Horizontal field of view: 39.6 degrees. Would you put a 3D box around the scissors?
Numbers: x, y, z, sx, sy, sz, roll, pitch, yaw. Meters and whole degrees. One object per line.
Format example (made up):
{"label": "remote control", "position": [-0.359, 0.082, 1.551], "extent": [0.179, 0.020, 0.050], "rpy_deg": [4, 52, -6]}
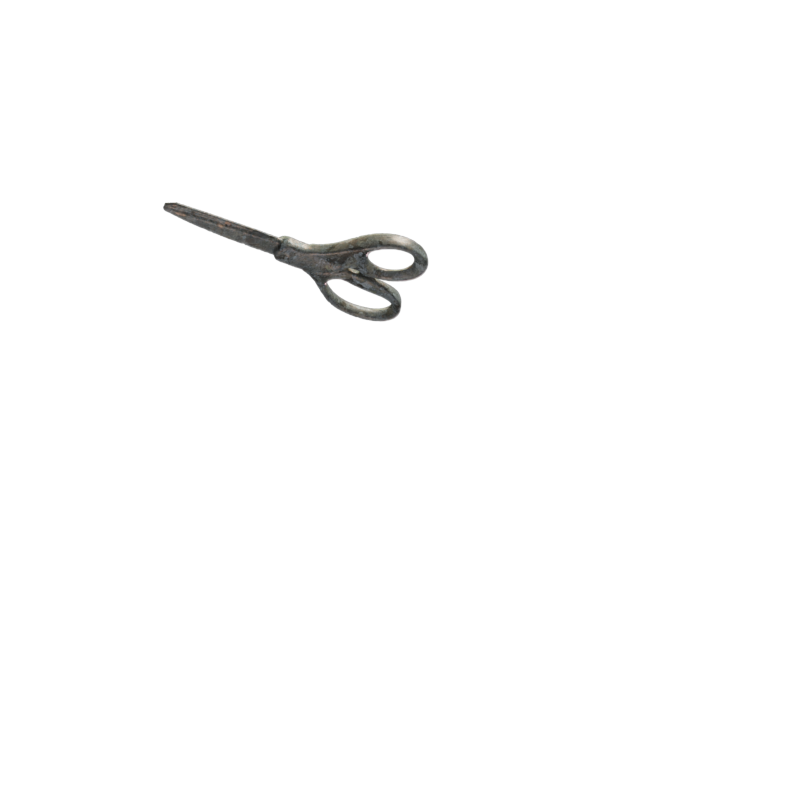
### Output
{"label": "scissors", "position": [-0.063, -0.114, 0.800], "extent": [0.189, 0.017, 0.095], "rpy_deg": [31, -48, -33]}
